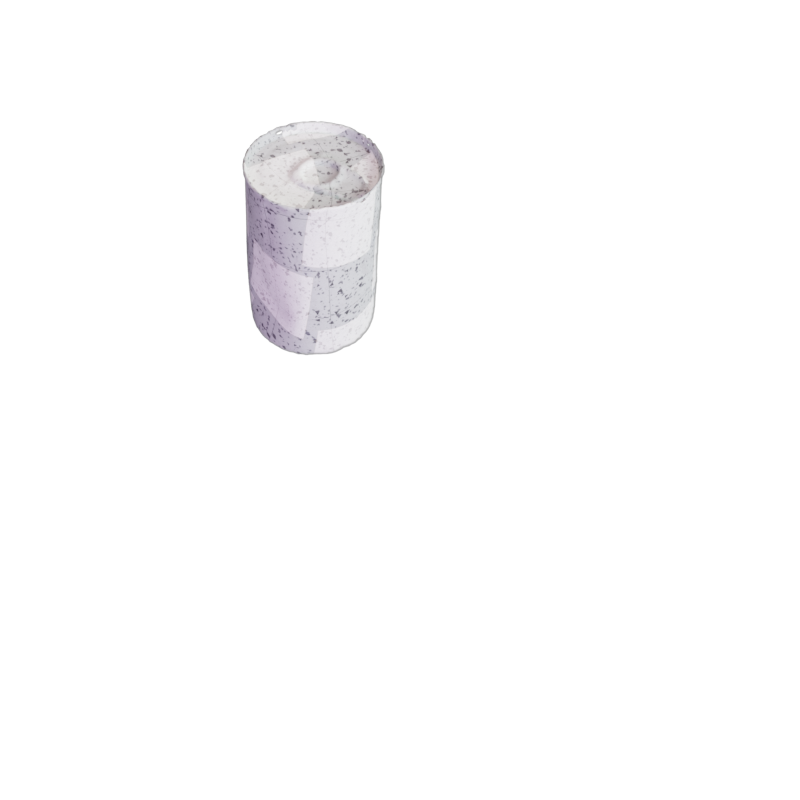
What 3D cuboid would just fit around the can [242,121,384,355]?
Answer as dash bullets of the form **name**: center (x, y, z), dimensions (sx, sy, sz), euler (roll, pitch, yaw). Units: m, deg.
- **can**: center (-0.044, -0.080, 0.562), dimensions (0.068, 0.074, 0.095), euler (0, -44, -3)
